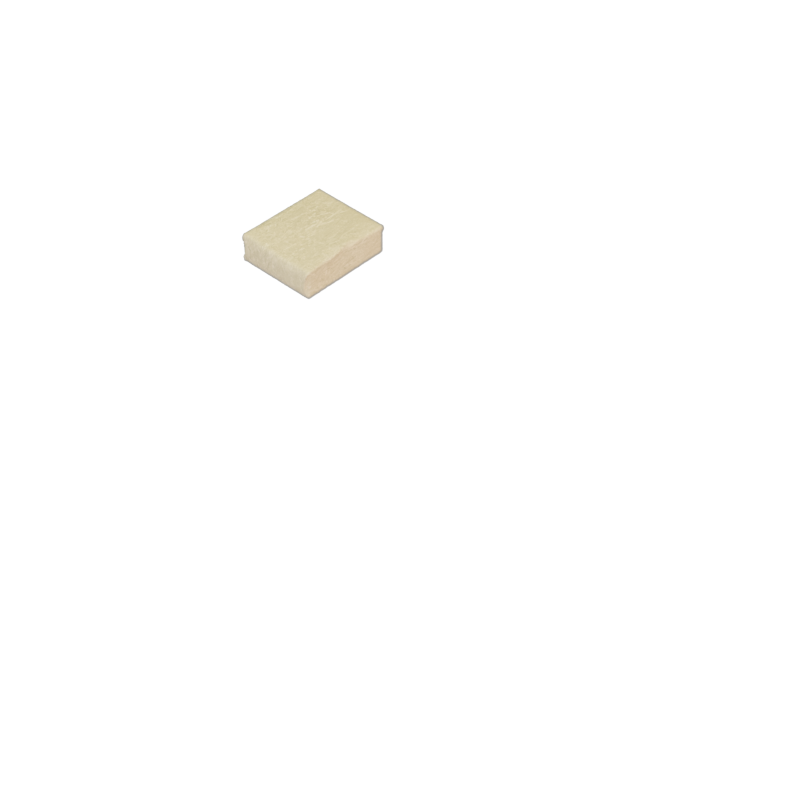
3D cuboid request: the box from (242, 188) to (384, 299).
[{"bbox_3d":[-0.069,-0.125,0.878,0.078,0.028,0.090,32,51,30],"label":"box"}]
